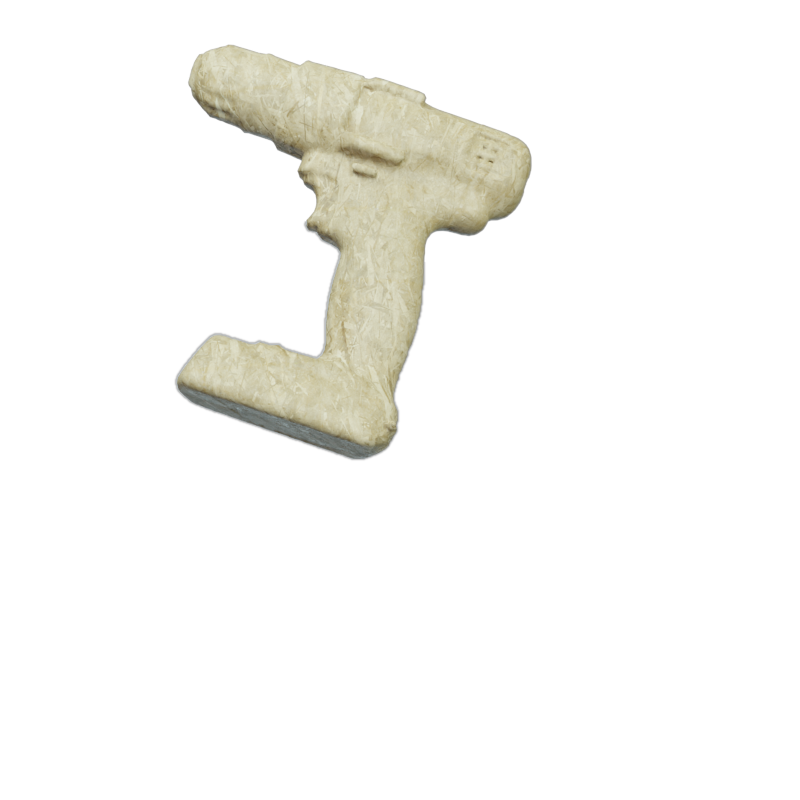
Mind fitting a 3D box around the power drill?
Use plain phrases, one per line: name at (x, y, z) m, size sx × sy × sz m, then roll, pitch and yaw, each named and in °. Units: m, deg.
power drill at (-0.043, -0.079, 0.555) m, size 0.187 × 0.193 × 0.055 m, roll 18°, pitch -16°, yaw 5°
